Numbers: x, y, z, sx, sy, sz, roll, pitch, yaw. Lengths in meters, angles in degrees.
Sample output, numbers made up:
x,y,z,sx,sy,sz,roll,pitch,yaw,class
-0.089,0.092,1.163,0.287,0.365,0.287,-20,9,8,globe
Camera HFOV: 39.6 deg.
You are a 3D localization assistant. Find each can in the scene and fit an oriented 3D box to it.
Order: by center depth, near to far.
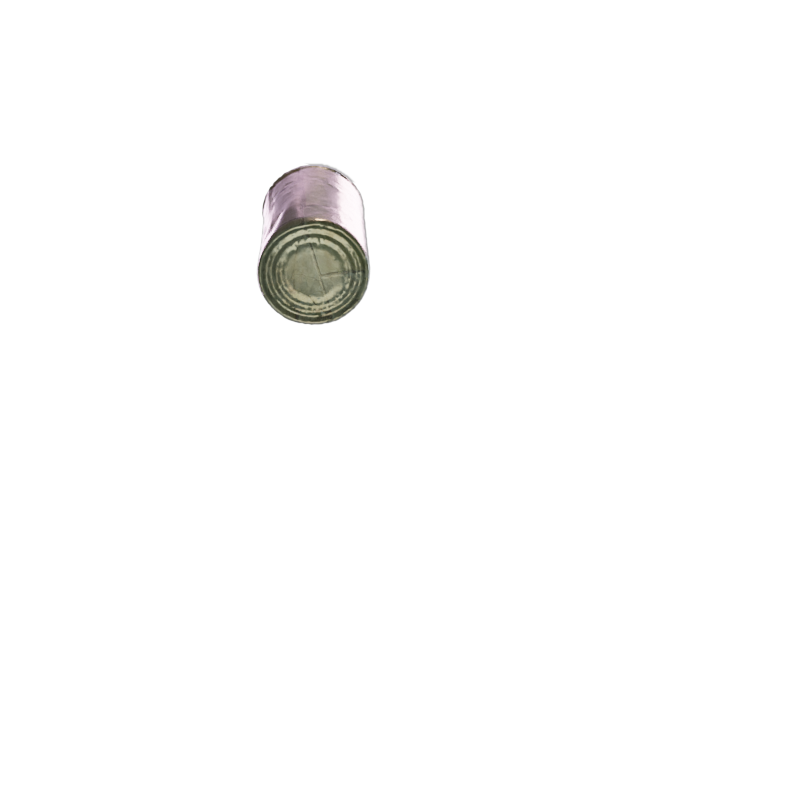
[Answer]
x,y,z,sx,sy,sz,roll,pitch,yaw,class
-0.054,-0.098,0.688,0.068,0.065,0.108,0,27,-3,can
